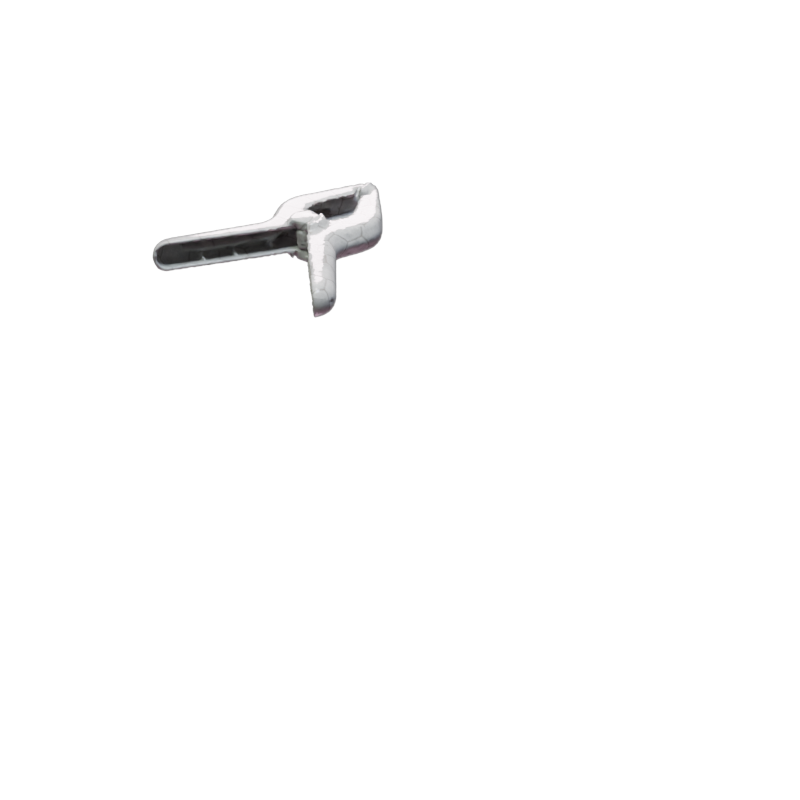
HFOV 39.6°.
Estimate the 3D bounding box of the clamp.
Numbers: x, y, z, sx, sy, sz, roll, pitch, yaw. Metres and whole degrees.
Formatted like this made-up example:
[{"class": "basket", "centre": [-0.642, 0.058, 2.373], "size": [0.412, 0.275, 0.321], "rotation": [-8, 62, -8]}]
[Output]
[{"class": "clamp", "centre": [-0.070, -0.128, 0.893], "size": [0.174, 0.034, 0.210], "rotation": [22, 37, 33]}]
